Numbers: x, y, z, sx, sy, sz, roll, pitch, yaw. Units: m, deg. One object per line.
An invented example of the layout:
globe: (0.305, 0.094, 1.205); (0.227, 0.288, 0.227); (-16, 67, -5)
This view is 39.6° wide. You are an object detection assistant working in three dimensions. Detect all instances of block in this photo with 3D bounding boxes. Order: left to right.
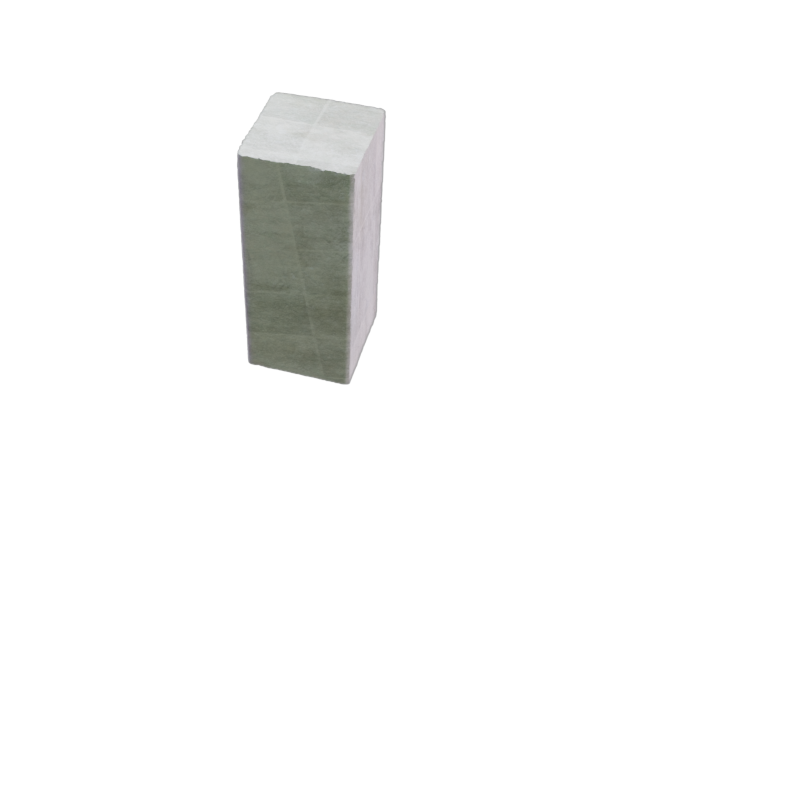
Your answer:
block: (-0.068, -0.123, 0.861); (0.092, 0.192, 0.095); (12, 44, 9)
